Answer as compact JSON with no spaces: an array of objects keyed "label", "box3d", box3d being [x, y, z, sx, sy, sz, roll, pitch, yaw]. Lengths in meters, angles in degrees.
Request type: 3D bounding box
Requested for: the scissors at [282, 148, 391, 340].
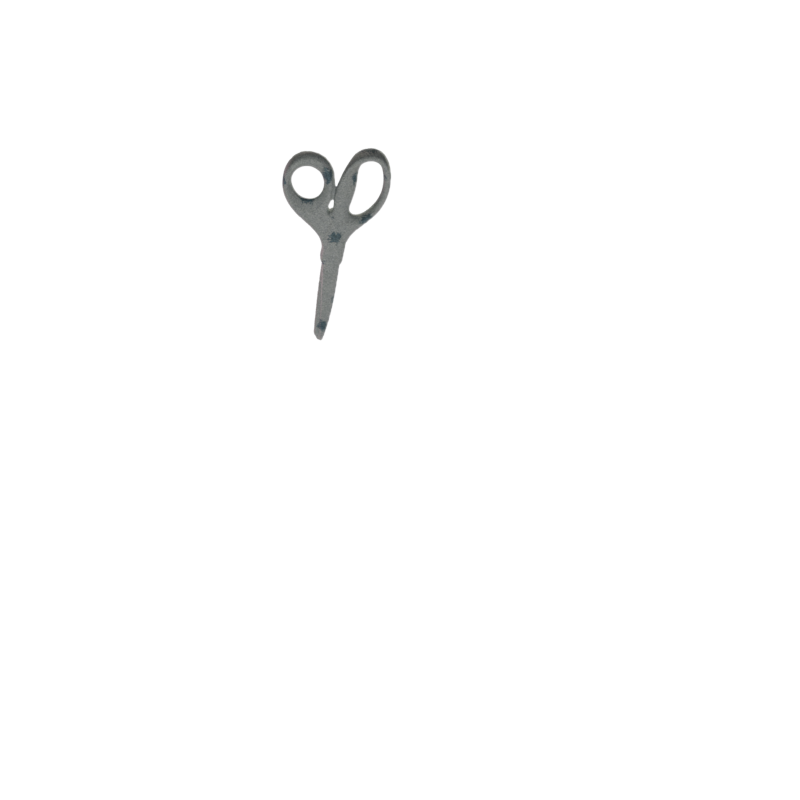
[{"label":"scissors","box3d":[-0.073,-0.133,0.934,0.093,0.194,0.017,19,37,-16]}]
